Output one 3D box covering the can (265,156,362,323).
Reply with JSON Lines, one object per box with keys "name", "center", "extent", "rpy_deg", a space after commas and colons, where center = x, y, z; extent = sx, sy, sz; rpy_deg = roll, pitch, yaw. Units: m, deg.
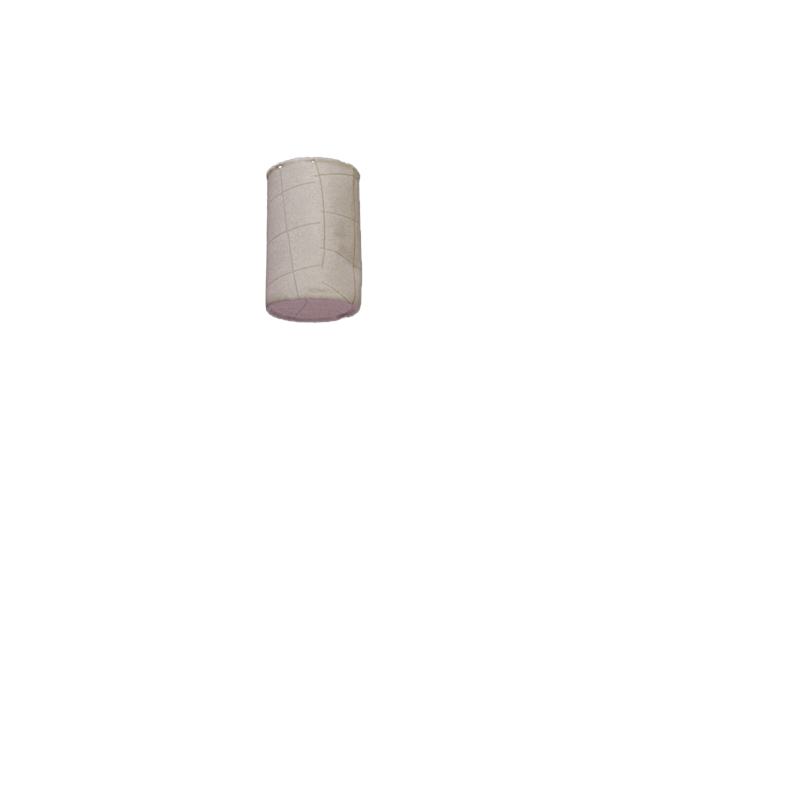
{"name": "can", "center": [-0.061, -0.112, 0.784], "extent": [0.068, 0.106, 0.066], "rpy_deg": [0, -16, -2]}
